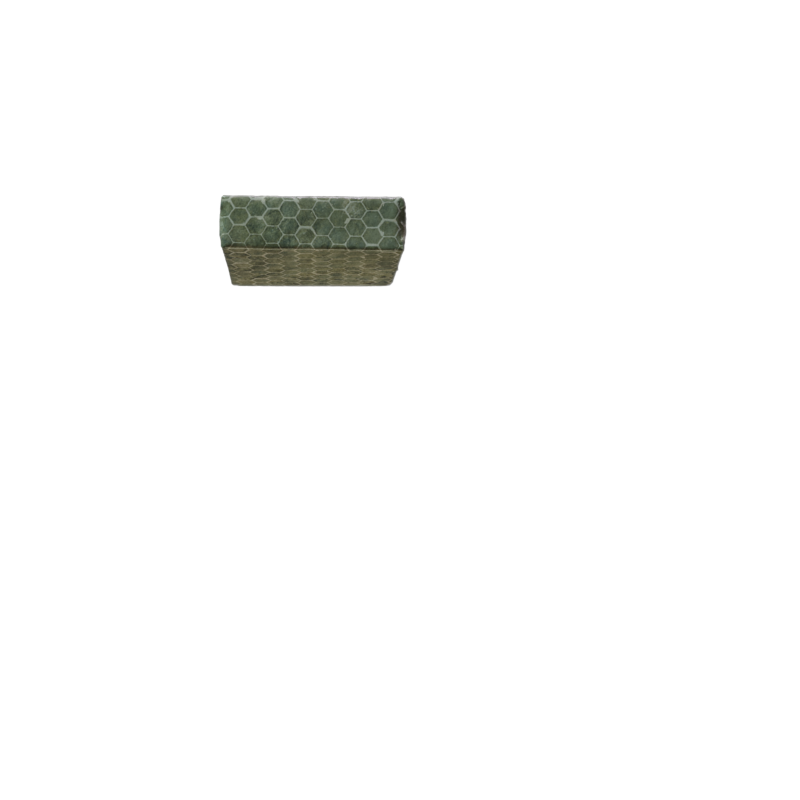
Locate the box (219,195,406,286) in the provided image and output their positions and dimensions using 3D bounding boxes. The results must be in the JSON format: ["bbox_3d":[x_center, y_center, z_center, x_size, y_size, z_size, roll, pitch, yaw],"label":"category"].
[{"bbox_3d":[-0.043,-0.079,0.557,0.089,0.031,0.071,0,-9,-1],"label":"box"}]
